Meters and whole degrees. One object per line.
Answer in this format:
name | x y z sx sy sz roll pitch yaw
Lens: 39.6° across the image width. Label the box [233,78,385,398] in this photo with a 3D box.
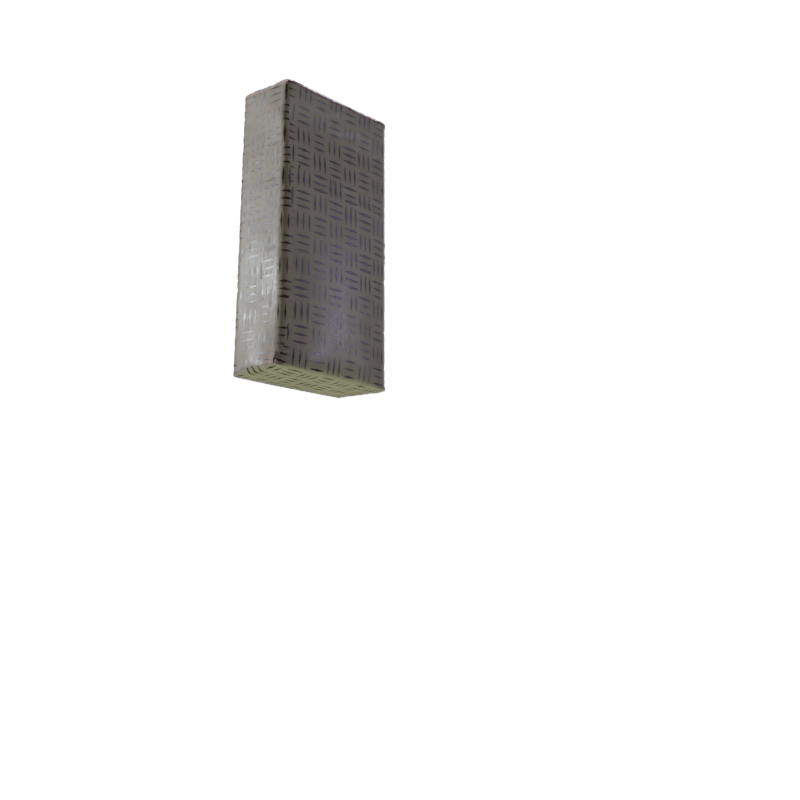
box | -0.053 -0.096 0.674 0.049 0.184 0.088 -17 -23 39
